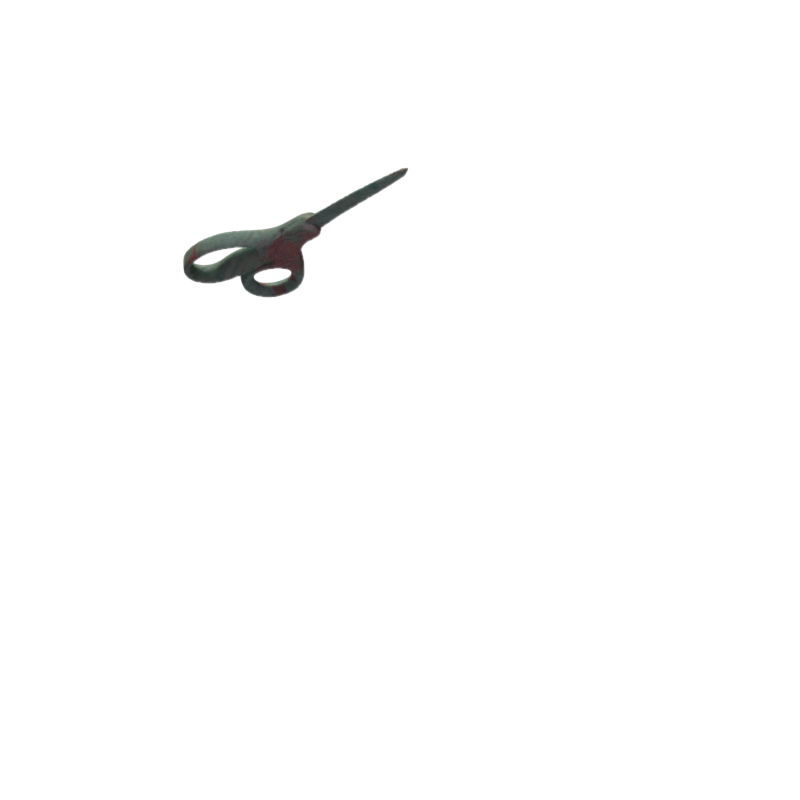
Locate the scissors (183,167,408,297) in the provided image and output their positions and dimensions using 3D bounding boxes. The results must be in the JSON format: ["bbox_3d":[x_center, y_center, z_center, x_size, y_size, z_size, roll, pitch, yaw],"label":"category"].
[{"bbox_3d":[-0.060,-0.110,0.771,0.205,0.017,0.090,-13,-25,29],"label":"scissors"}]
